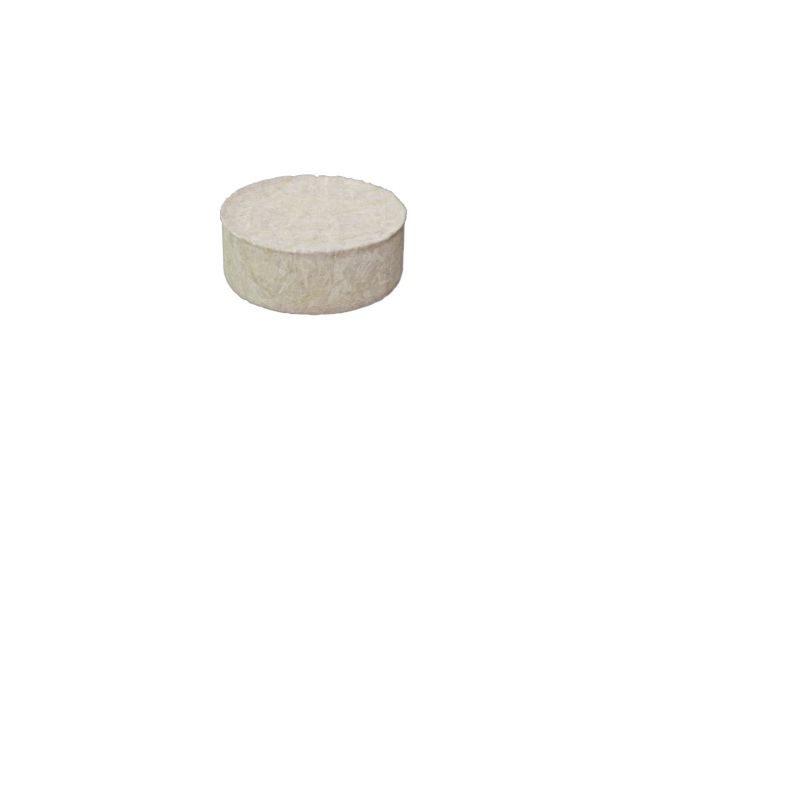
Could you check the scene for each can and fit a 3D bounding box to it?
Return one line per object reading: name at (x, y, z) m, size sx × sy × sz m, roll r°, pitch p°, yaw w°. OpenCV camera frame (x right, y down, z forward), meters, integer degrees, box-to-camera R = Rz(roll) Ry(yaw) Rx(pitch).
can at (-0.040, -0.074, 0.515) m, size 0.086 × 0.032 × 0.091 m, roll -1°, pitch 31°, yaw -2°
